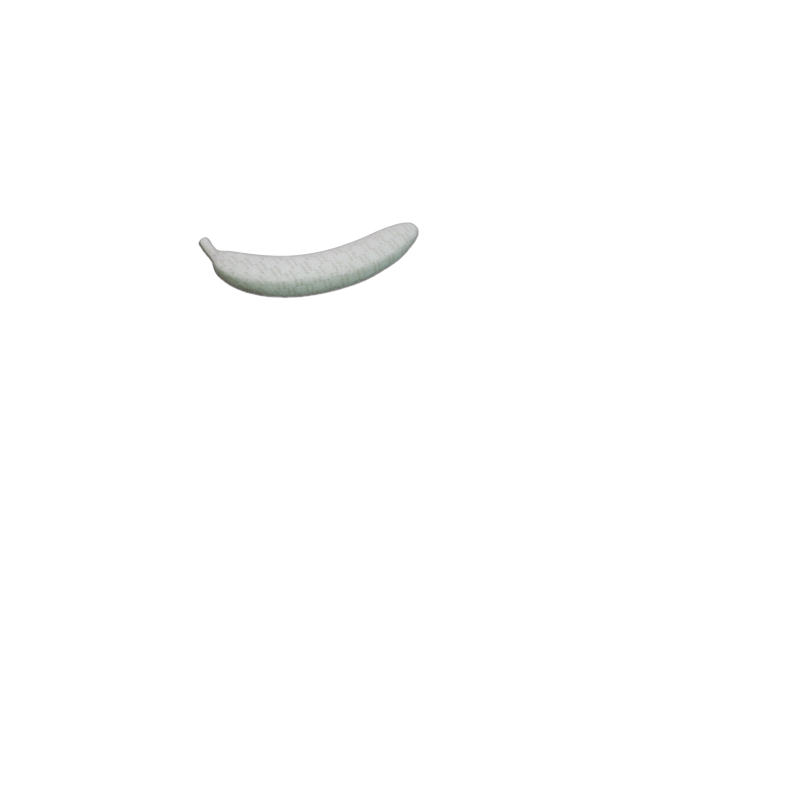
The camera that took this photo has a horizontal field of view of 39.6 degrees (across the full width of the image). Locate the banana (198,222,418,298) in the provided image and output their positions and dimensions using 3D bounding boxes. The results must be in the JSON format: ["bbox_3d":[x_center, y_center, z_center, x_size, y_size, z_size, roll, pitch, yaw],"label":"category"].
[{"bbox_3d":[-0.079,-0.123,0.976,0.197,0.074,0.035,-3,-26,-2],"label":"banana"}]
